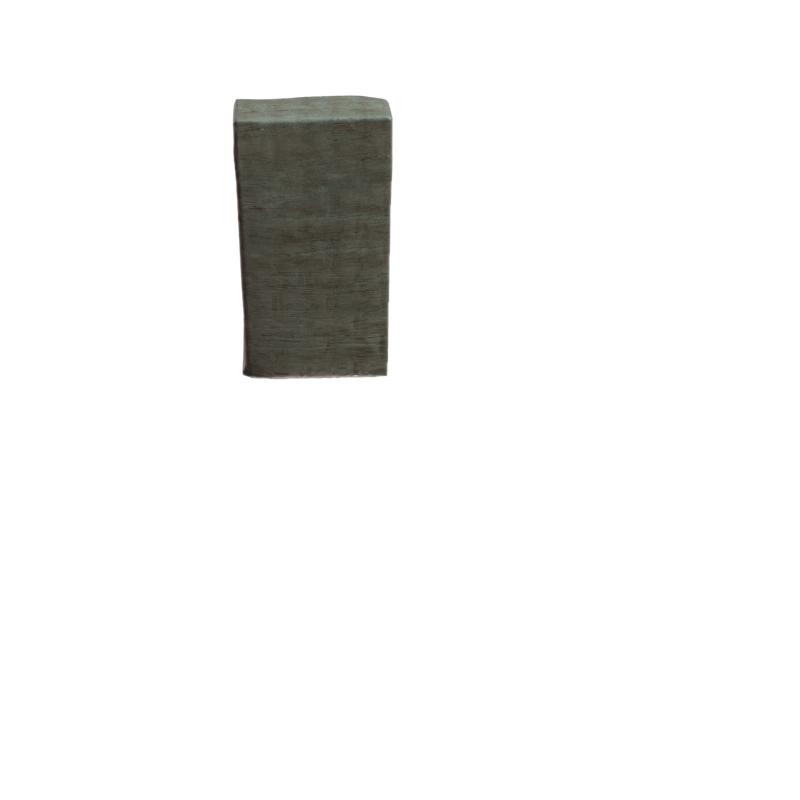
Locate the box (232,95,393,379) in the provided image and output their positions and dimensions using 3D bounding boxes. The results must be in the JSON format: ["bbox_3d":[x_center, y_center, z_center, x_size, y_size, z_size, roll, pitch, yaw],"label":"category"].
[{"bbox_3d":[-0.053,-0.097,0.678,0.093,0.167,0.051,0,27,-4],"label":"box"}]
